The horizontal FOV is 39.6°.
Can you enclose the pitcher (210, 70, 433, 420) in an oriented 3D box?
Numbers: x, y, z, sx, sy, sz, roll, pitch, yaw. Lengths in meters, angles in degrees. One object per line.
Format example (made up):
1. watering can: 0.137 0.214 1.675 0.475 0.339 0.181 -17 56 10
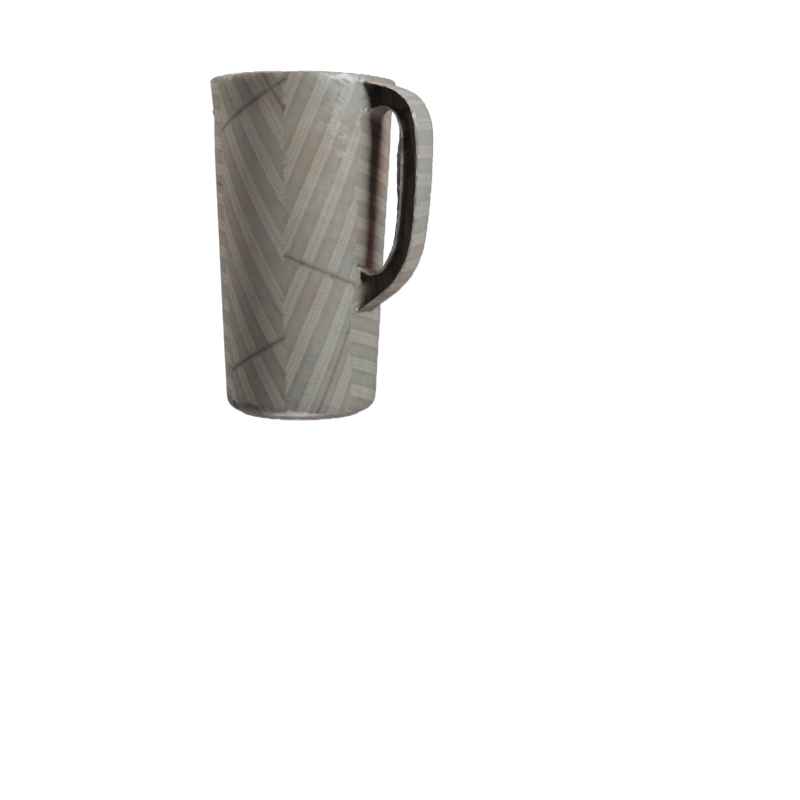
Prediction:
1. pitcher: -0.062 -0.113 0.790 0.143 0.242 0.152 0 4 -10
